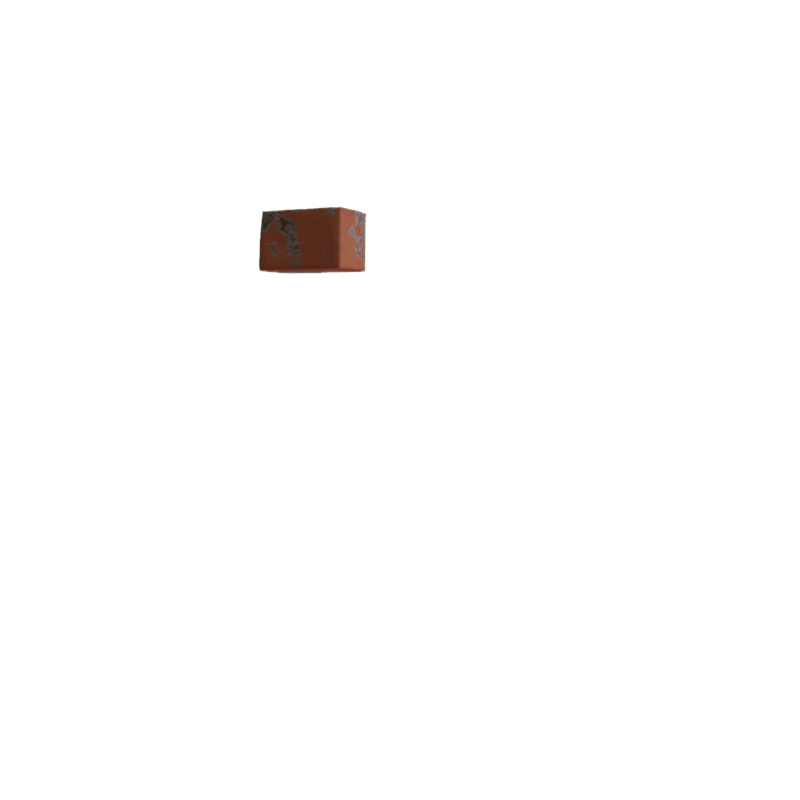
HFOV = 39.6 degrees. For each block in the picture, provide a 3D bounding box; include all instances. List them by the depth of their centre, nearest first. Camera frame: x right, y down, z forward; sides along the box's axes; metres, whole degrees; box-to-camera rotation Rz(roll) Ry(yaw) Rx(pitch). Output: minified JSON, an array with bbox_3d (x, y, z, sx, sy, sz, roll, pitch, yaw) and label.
[{"bbox_3d":[-0.074,-0.135,0.944,0.080,0.052,0.051,0,0,25],"label":"block"}]
